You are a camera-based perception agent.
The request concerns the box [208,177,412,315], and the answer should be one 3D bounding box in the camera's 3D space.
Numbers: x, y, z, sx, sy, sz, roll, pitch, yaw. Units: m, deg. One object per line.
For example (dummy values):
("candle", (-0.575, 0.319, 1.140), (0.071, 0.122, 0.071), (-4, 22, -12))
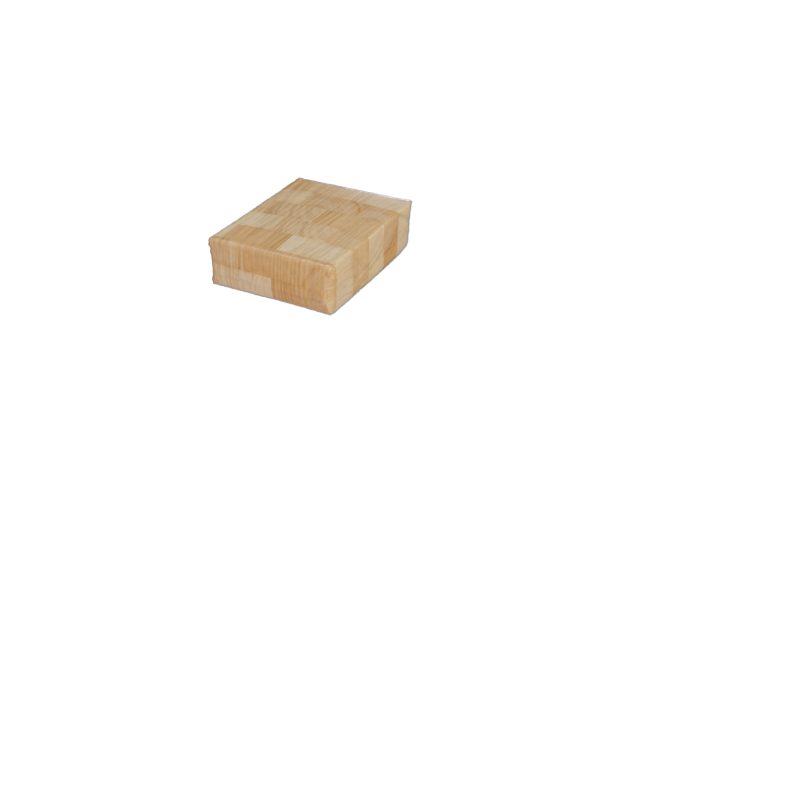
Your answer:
("box", (-0.056, -0.103, 0.720), (0.094, 0.037, 0.115), (16, 34, 24))
